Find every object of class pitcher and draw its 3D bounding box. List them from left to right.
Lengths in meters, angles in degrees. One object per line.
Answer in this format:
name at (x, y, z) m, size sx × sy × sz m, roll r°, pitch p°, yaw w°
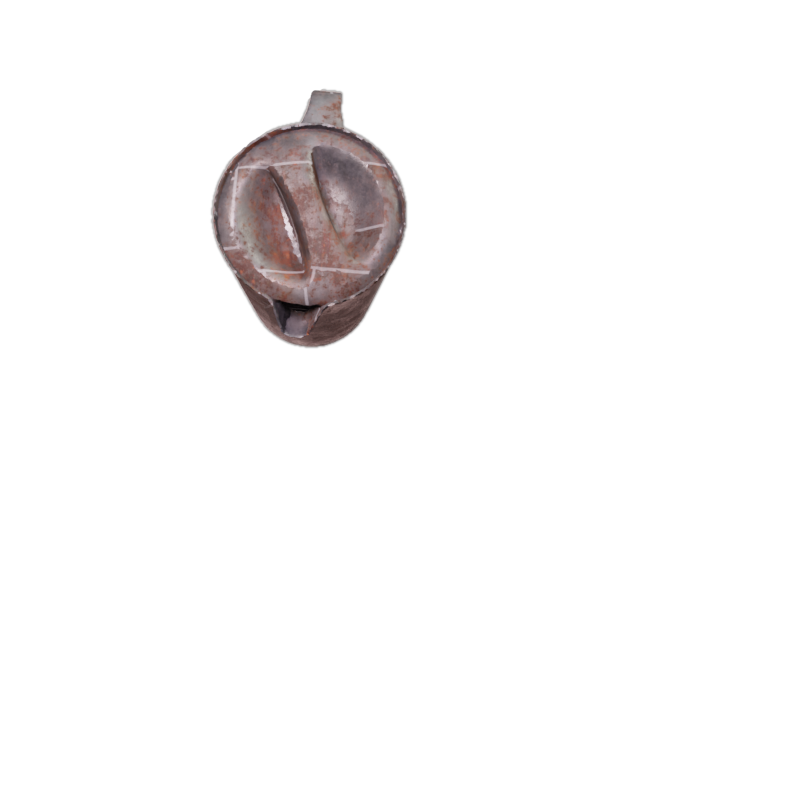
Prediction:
pitcher at (-0.068, -0.124, 0.872) m, size 0.150 × 0.149 × 0.237 m, roll -39°, pitch -5°, yaw -8°
